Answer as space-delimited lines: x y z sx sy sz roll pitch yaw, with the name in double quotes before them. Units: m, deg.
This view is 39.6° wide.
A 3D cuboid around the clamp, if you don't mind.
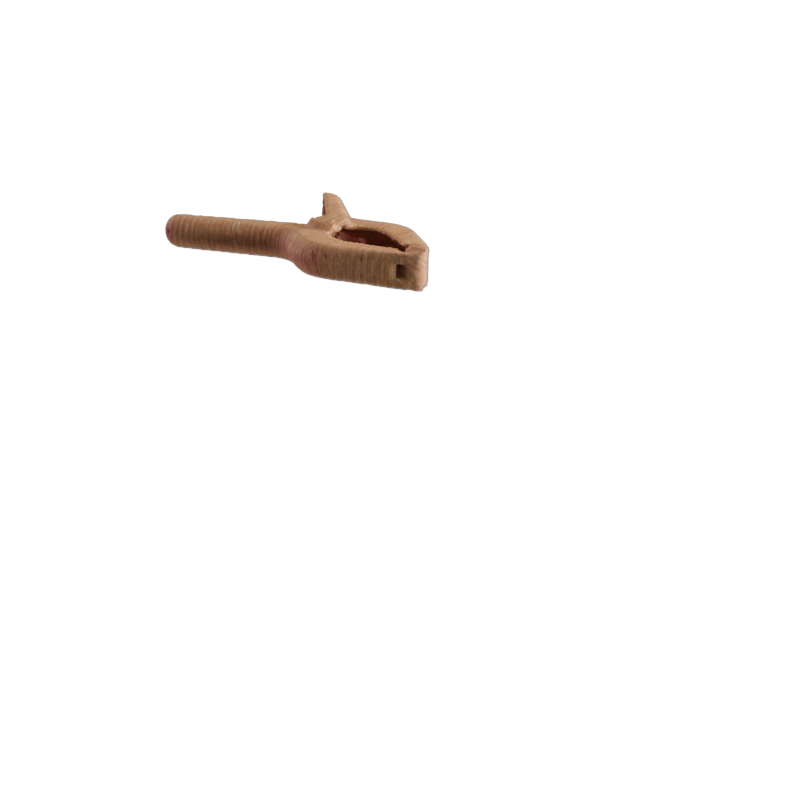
"clamp" -0.063 -0.116 0.811 0.161 0.035 0.224 -14 26 -31
